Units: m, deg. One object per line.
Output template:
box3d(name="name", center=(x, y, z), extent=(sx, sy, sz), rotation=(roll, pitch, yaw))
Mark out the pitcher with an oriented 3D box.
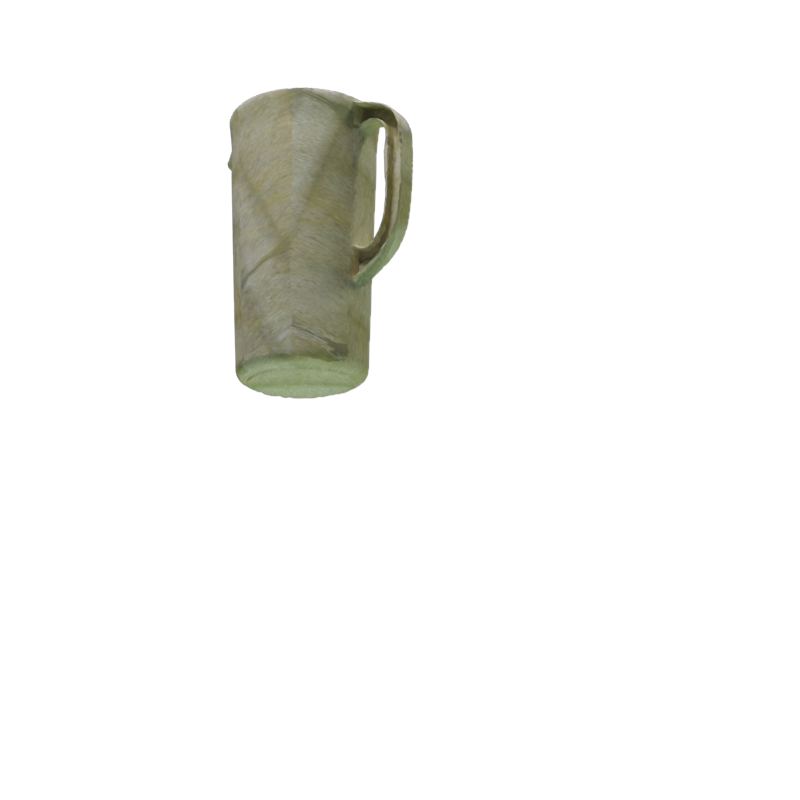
box3d(name="pitcher", center=(-0.073, -0.133, 0.929), extent=(0.143, 0.255, 0.144), rotation=(3, -21, -12))
